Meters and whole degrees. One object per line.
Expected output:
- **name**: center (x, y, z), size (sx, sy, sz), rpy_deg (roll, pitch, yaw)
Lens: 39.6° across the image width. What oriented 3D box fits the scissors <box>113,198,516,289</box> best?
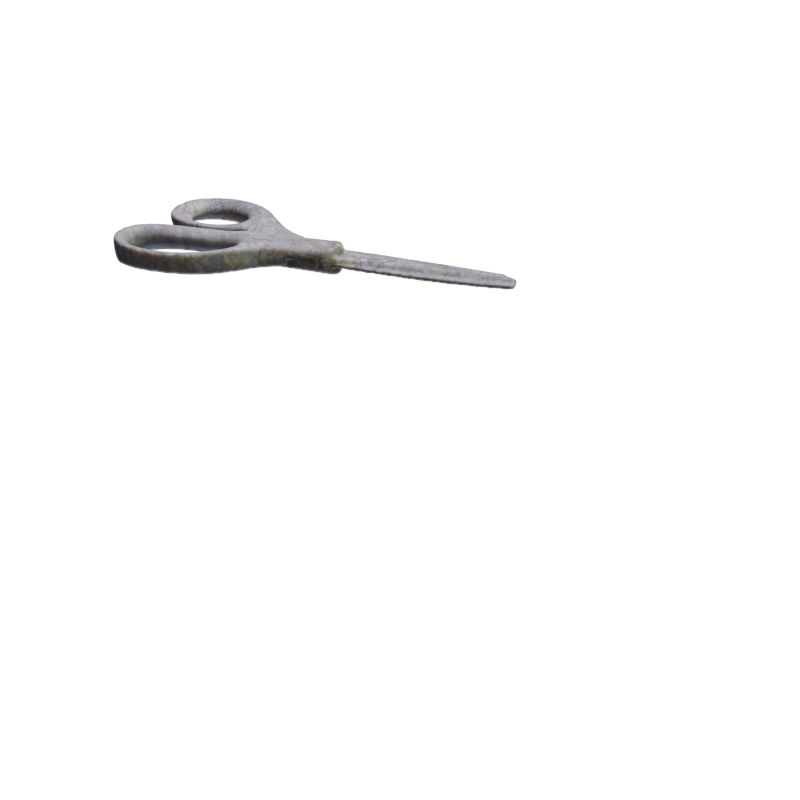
- **scissors**: center (-0.045, -0.082, 0.573), size (0.203, 0.015, 0.101), rpy_deg (3, 28, 5)
